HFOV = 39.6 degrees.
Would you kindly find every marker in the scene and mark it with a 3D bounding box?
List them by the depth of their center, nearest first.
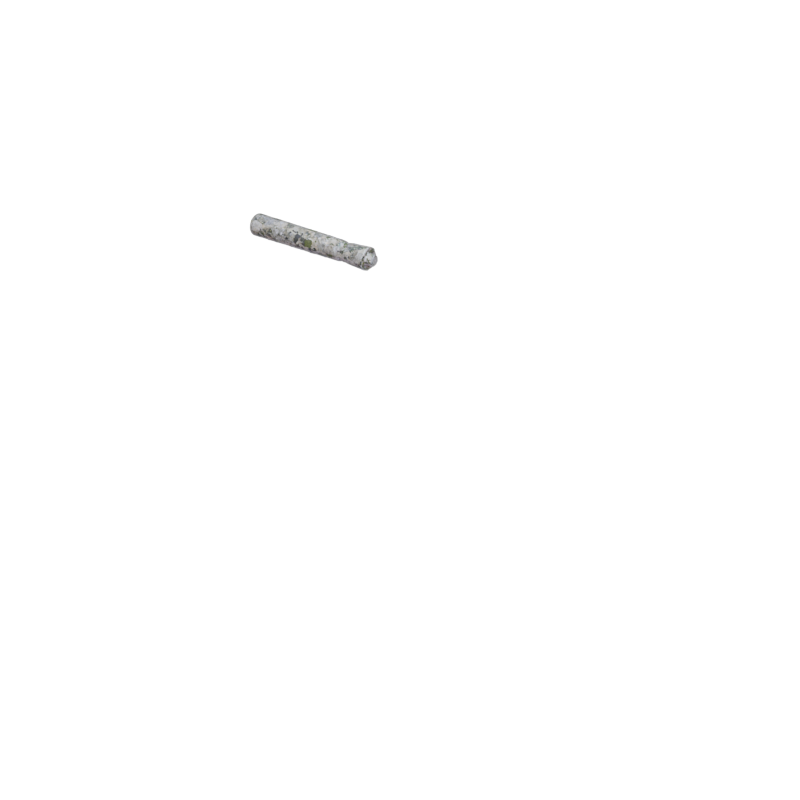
[{"bbox_3d":[-0.069,-0.125,0.876,0.128,0.019,0.019,22,16,34],"label":"marker"}]
